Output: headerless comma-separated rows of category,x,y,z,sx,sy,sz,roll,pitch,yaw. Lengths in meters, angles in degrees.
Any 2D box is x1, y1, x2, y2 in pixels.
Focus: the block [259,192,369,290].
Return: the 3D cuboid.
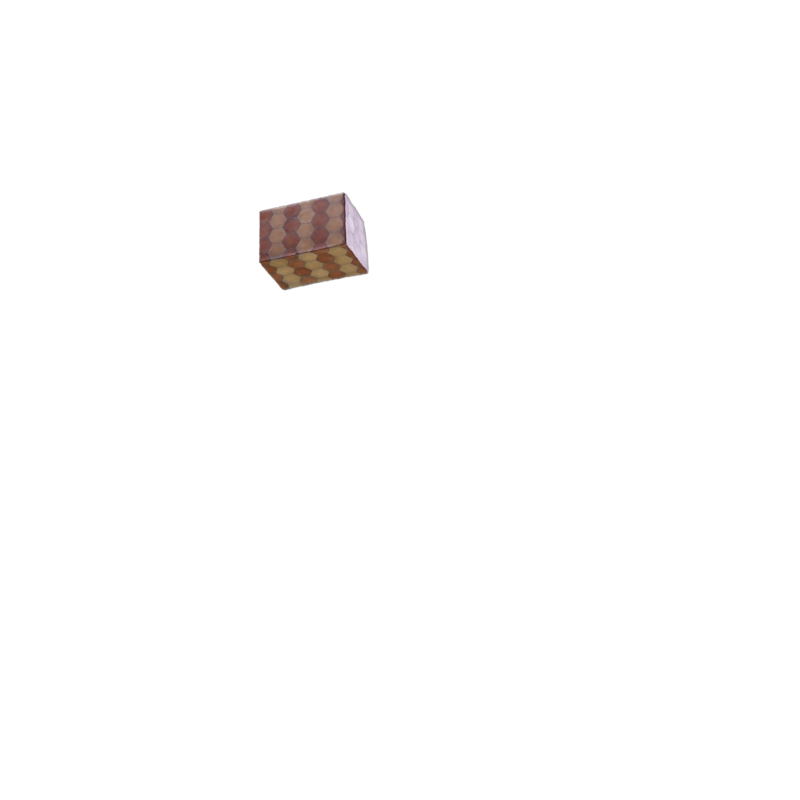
block,-0.071,-0.130,0.907,0.079,0.054,0.049,-9,-28,17
